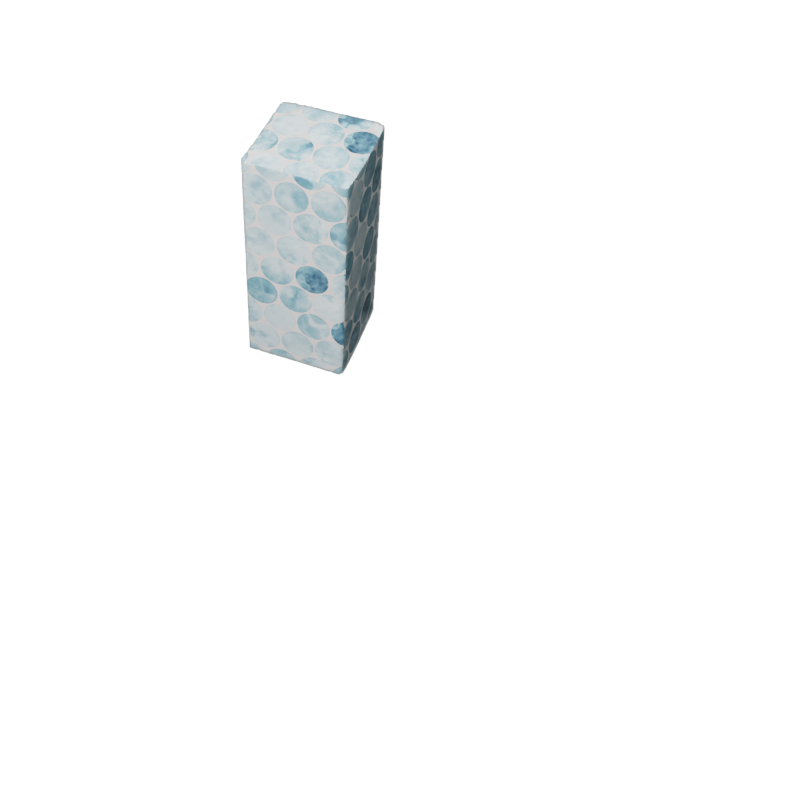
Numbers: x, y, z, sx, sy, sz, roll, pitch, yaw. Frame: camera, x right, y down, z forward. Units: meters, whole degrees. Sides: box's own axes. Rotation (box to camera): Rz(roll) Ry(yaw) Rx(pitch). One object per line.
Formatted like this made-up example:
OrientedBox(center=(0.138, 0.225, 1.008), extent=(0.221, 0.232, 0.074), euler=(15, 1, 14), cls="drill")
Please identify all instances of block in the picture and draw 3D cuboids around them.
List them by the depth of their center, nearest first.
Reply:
OrientedBox(center=(-0.072, -0.132, 0.925), extent=(0.093, 0.192, 0.094), euler=(16, 47, 12), cls="block")
